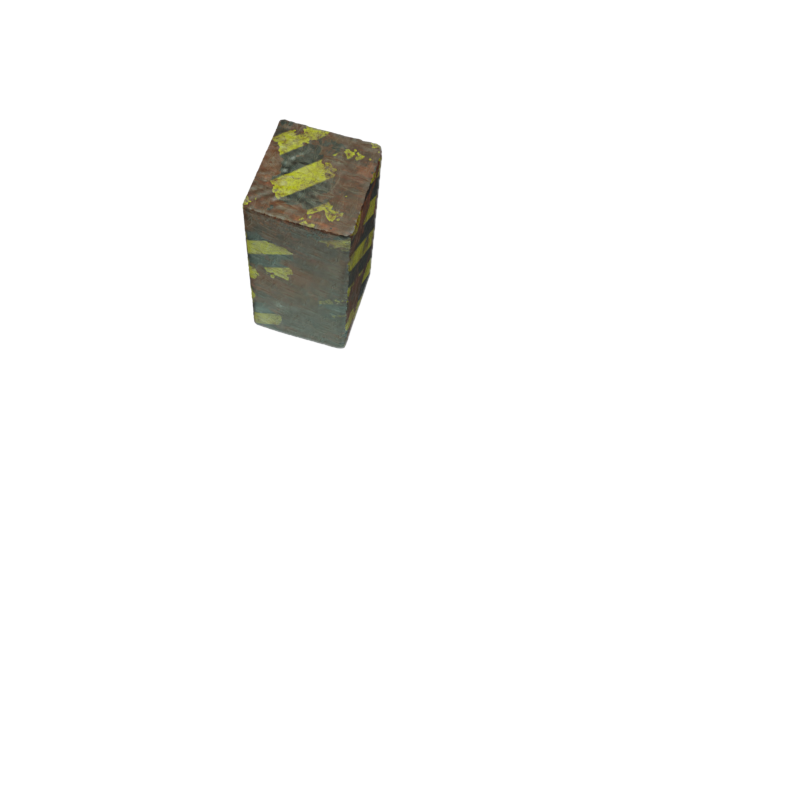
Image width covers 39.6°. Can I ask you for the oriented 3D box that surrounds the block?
[{"bbox_3d":[-0.074,-0.135,0.950,0.091,0.095,0.195,17,-25,4],"label":"block"}]
